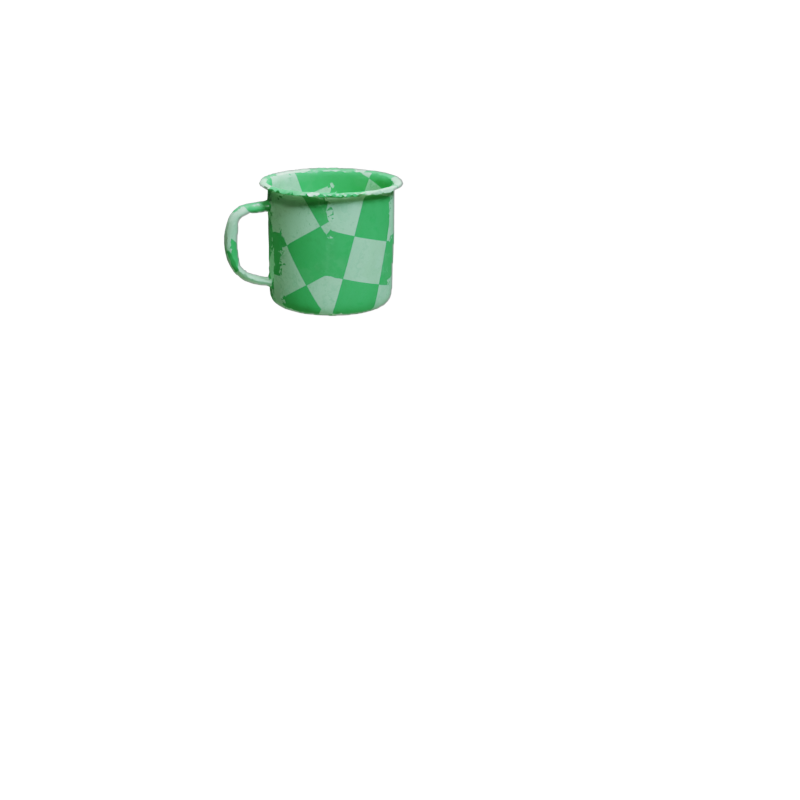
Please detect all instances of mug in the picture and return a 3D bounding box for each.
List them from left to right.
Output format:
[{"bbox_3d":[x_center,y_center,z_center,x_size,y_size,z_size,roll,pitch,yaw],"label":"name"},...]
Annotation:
[{"bbox_3d":[-0.057,-0.103,0.724,0.115,0.079,0.099,-5,19,-17],"label":"mug"}]
